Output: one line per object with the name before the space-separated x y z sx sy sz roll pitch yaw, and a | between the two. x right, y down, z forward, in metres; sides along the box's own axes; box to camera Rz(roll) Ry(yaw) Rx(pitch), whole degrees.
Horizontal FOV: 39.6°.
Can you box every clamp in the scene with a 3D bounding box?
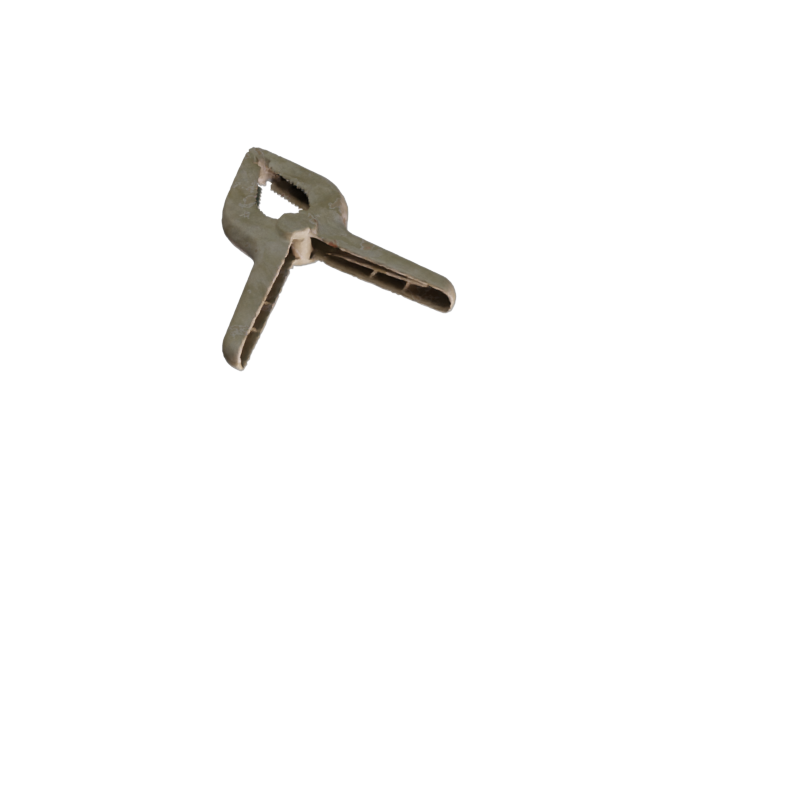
clamp | -0.063 -0.115 0.804 0.163 0.034 0.227 -11 47 -10
